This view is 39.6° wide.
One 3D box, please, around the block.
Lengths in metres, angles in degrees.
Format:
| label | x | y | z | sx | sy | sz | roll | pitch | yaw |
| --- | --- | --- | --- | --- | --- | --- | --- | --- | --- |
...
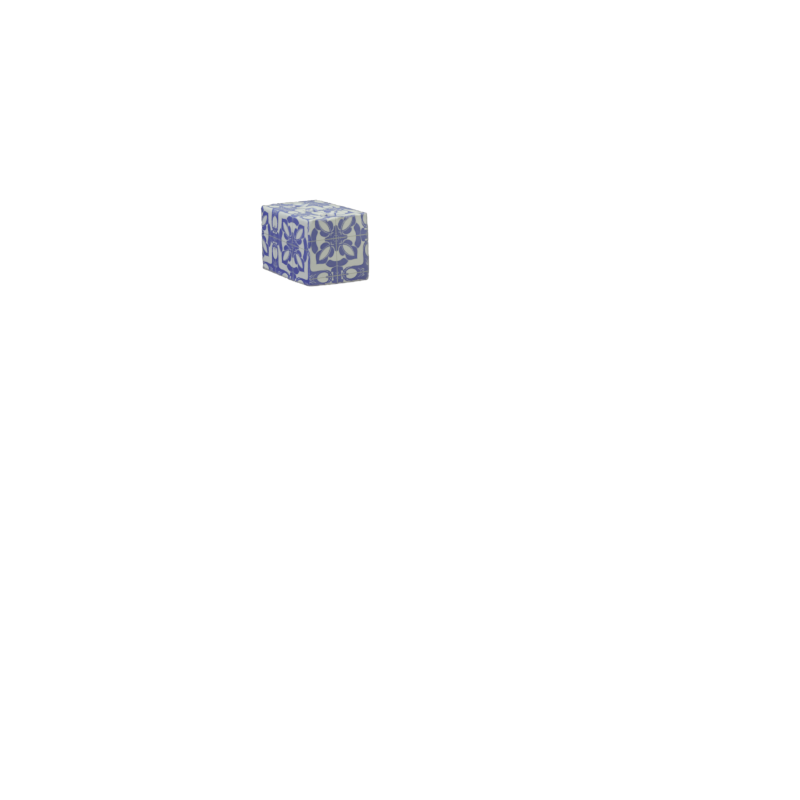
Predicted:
| label | x | y | z | sx | sy | sz | roll | pitch | yaw |
| --- | --- | --- | --- | --- | --- | --- | --- | --- | --- |
| block | -0.066 | -0.121 | 0.844 | 0.051 | 0.050 | 0.083 | -9 | 19 | -32 |
